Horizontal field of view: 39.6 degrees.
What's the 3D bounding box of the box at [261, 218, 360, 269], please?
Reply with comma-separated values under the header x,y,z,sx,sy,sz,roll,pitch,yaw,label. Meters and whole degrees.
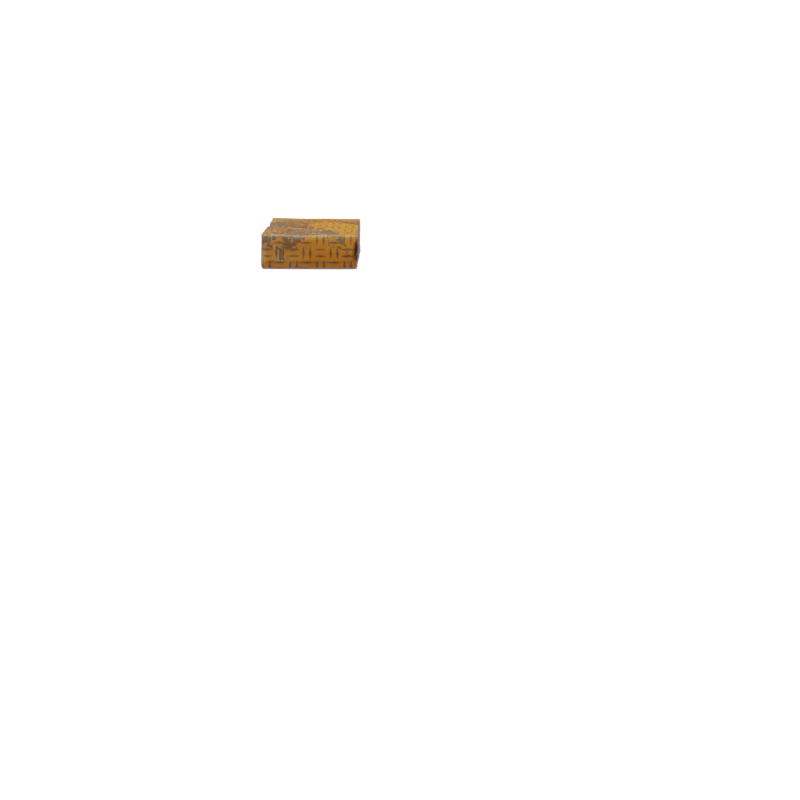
x,y,z,sx,sy,sz,roll,pitch,yaw,label
-0.068,-0.125,0.873,0.073,0.029,0.092,1,17,2,box
